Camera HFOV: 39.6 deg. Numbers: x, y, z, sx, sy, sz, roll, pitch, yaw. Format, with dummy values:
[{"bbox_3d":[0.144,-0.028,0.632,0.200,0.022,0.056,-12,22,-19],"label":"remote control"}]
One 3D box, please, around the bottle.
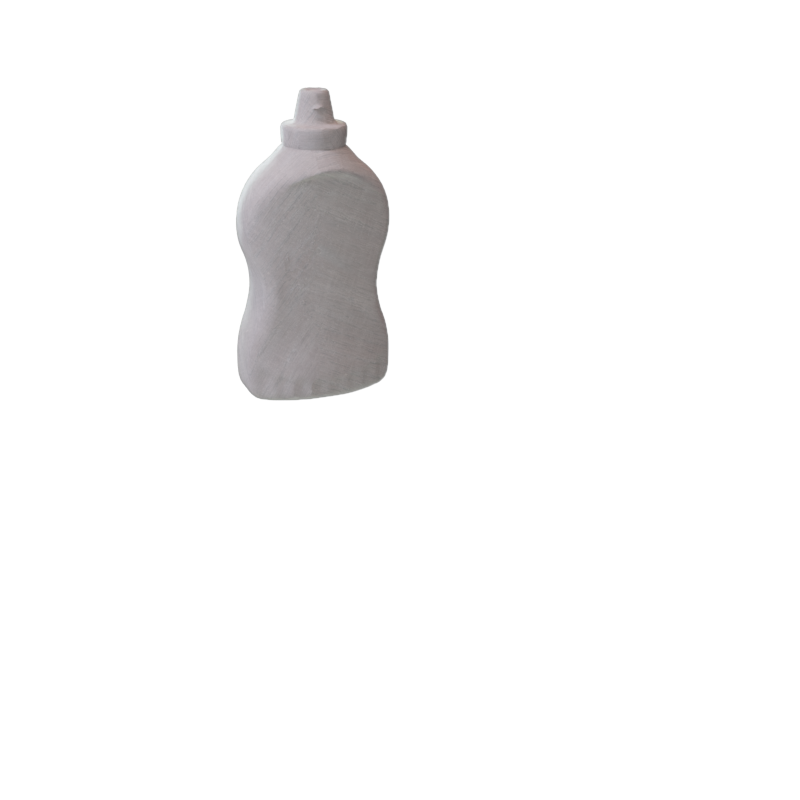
[{"bbox_3d":[-0.054,-0.099,0.694,0.094,0.184,0.062,-5,18,-19],"label":"bottle"}]
